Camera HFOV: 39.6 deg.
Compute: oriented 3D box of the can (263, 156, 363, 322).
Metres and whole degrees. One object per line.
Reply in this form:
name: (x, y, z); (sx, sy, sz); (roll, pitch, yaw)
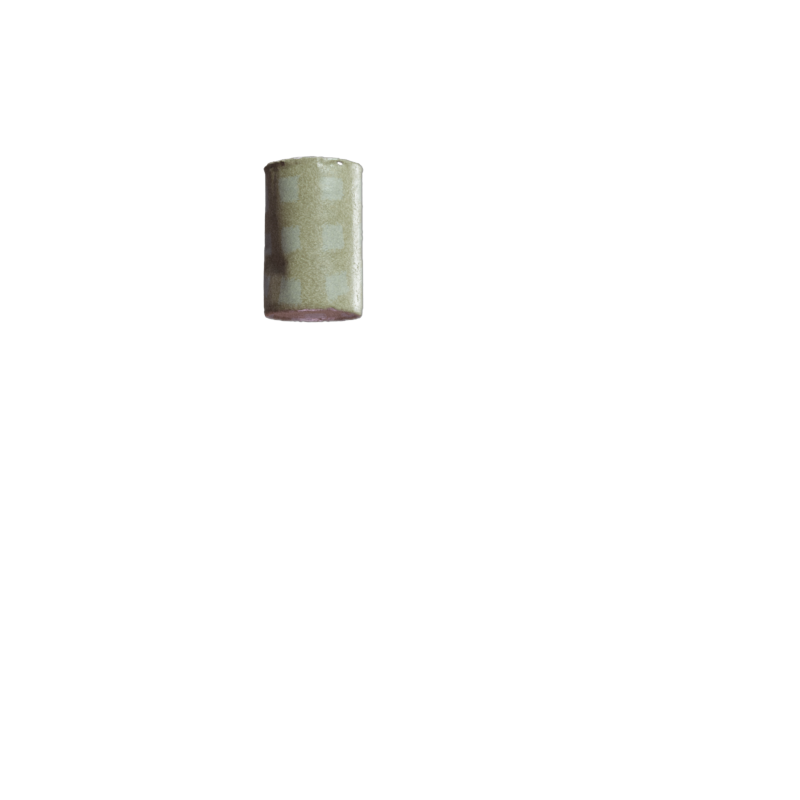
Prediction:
can: (-0.058, -0.106, 0.745); (0.068, 0.105, 0.067); (0, -8, -2)
